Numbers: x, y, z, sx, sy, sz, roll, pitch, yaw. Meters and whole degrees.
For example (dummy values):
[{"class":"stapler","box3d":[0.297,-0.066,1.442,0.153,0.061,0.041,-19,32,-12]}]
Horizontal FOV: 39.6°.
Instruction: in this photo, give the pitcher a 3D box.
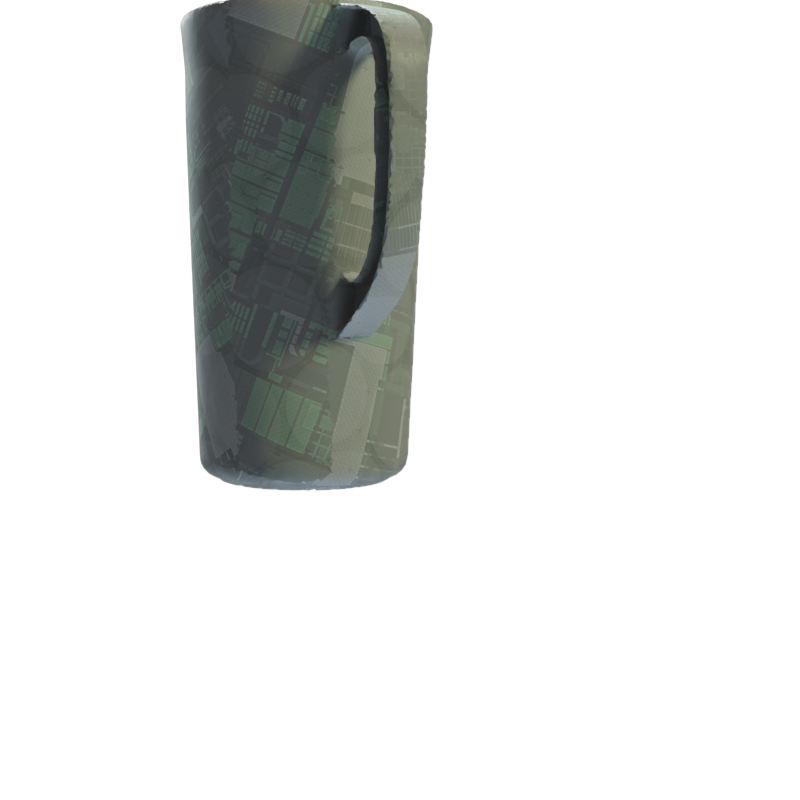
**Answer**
[{"class":"pitcher","box3d":[-0.045,-0.081,0.571,0.148,0.244,0.146,0,-1,15]}]
